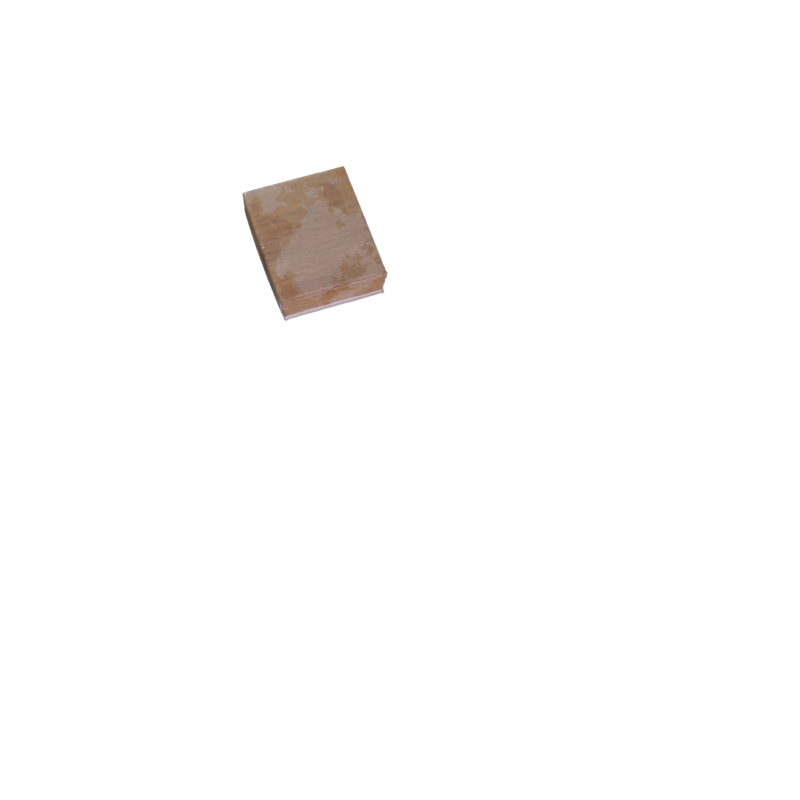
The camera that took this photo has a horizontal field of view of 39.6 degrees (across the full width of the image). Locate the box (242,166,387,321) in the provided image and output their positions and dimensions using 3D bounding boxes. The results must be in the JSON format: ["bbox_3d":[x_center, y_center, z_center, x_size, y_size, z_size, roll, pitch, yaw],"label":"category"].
[{"bbox_3d":[-0.071,-0.130,0.908,0.089,0.121,0.037,-17,-25,-9],"label":"box"}]
